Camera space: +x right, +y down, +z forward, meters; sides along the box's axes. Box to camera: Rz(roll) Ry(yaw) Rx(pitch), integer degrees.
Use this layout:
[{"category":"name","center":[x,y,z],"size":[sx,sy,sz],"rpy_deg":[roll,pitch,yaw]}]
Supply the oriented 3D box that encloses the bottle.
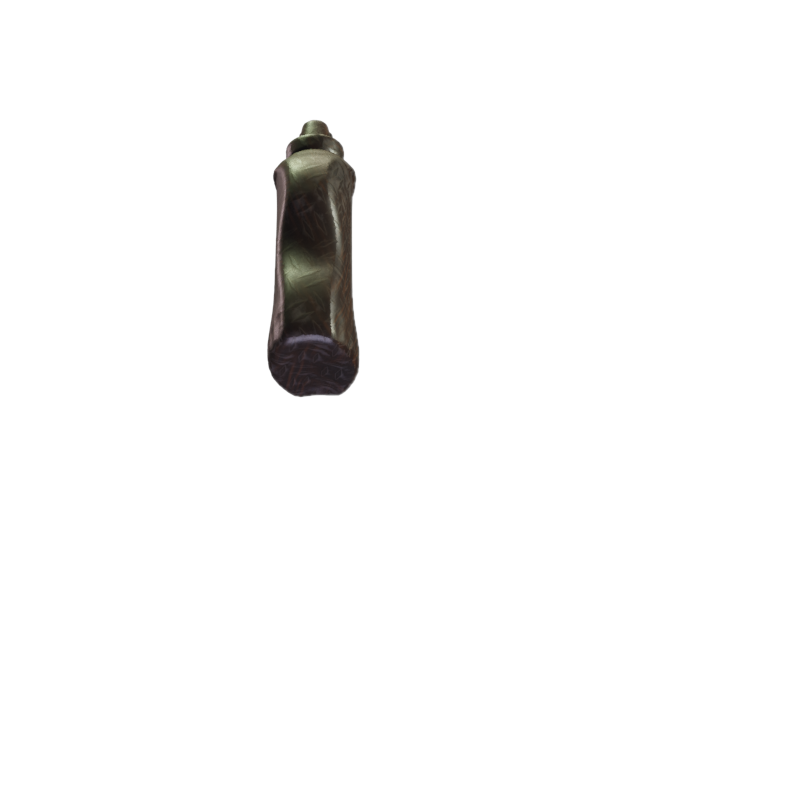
[{"category":"bottle","center":[-0.058,-0.106,0.744],"size":[0.059,0.204,0.090],"rpy_deg":[-3,-28,2]}]
